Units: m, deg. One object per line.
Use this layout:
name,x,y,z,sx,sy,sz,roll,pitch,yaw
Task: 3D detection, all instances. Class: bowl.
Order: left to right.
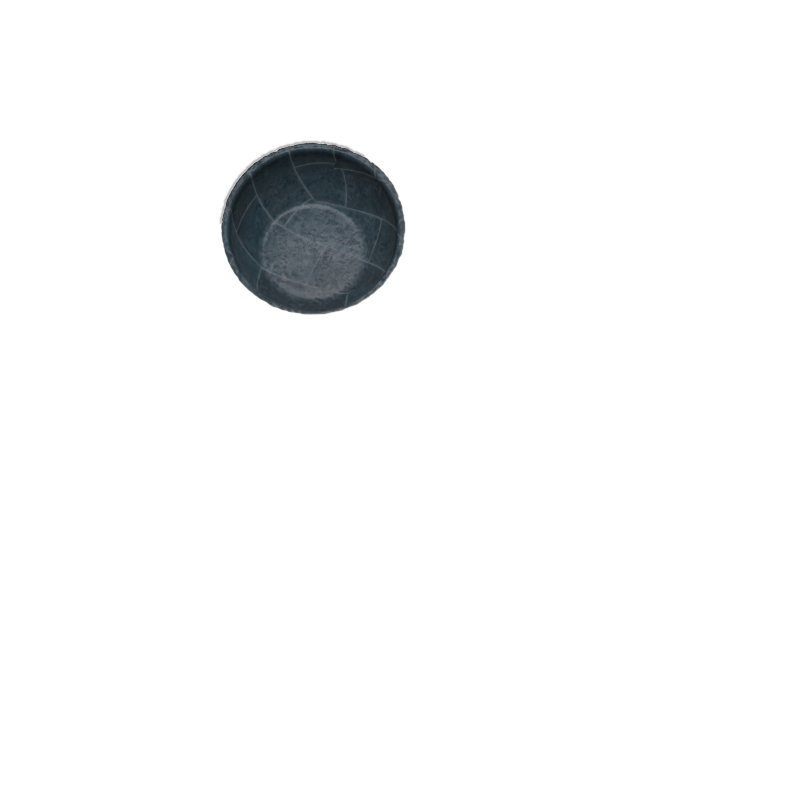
bowl,-0.074,-0.135,0.947,0.162,0.154,0.058,1,24,-1
